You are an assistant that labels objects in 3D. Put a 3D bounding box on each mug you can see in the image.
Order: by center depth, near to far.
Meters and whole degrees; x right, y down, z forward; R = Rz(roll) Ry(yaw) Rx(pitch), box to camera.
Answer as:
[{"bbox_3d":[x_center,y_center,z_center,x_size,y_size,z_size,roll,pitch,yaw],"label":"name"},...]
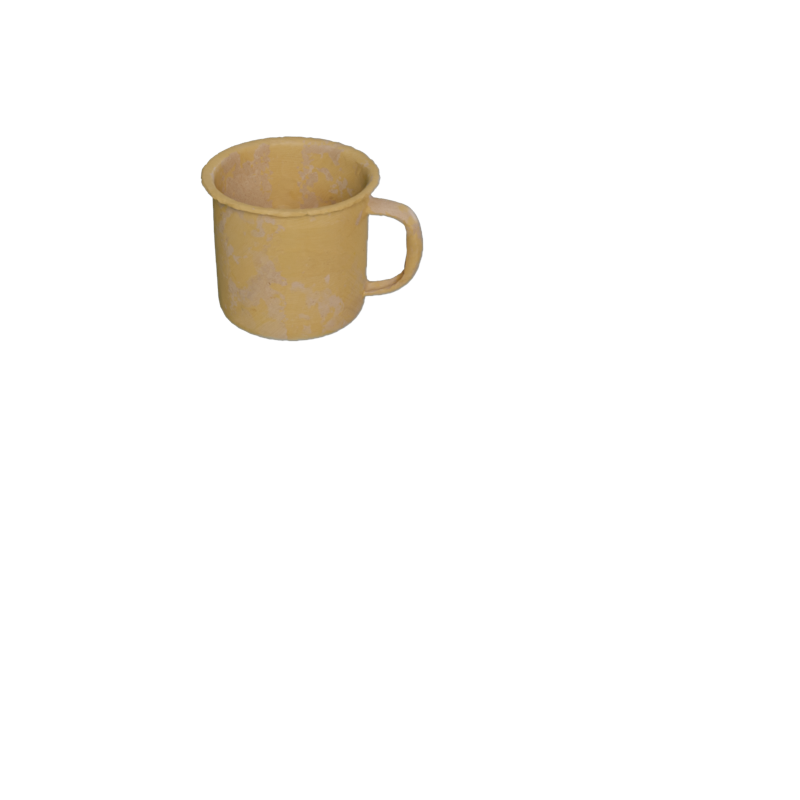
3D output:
[{"bbox_3d":[-0.046,-0.084,0.591,0.118,0.077,0.098,5,33,6],"label":"mug"}]
